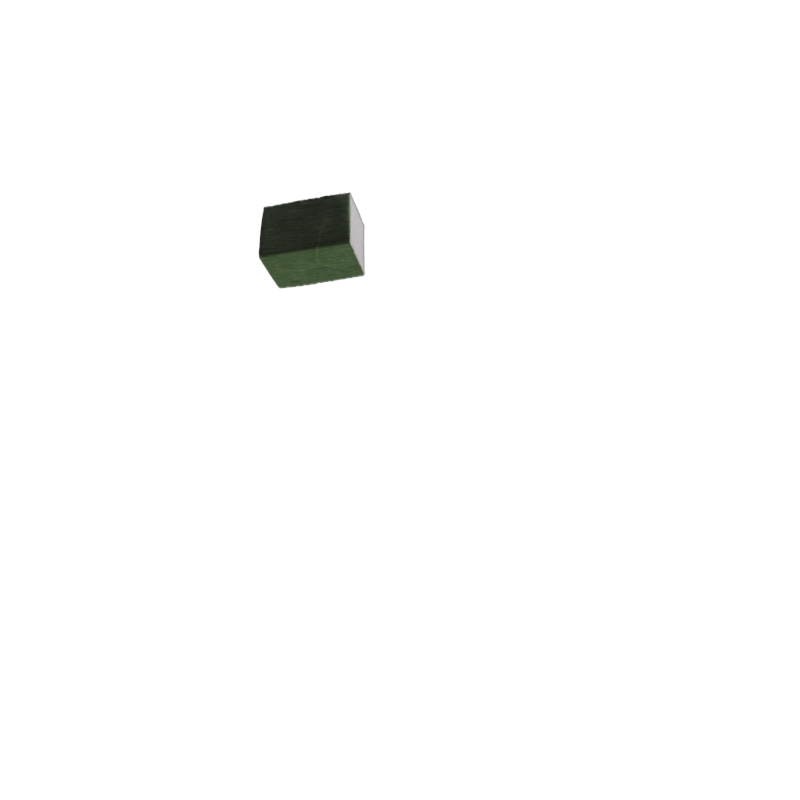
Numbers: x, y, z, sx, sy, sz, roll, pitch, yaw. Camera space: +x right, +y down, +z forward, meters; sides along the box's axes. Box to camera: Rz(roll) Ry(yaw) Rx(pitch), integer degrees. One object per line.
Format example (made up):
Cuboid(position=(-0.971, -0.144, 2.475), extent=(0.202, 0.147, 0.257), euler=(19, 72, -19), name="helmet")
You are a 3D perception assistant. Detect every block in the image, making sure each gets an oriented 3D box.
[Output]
Cuboid(position=(-0.072, -0.131, 0.919), extent=(0.079, 0.055, 0.049), euler=(-8, -31, 12), name="block")
